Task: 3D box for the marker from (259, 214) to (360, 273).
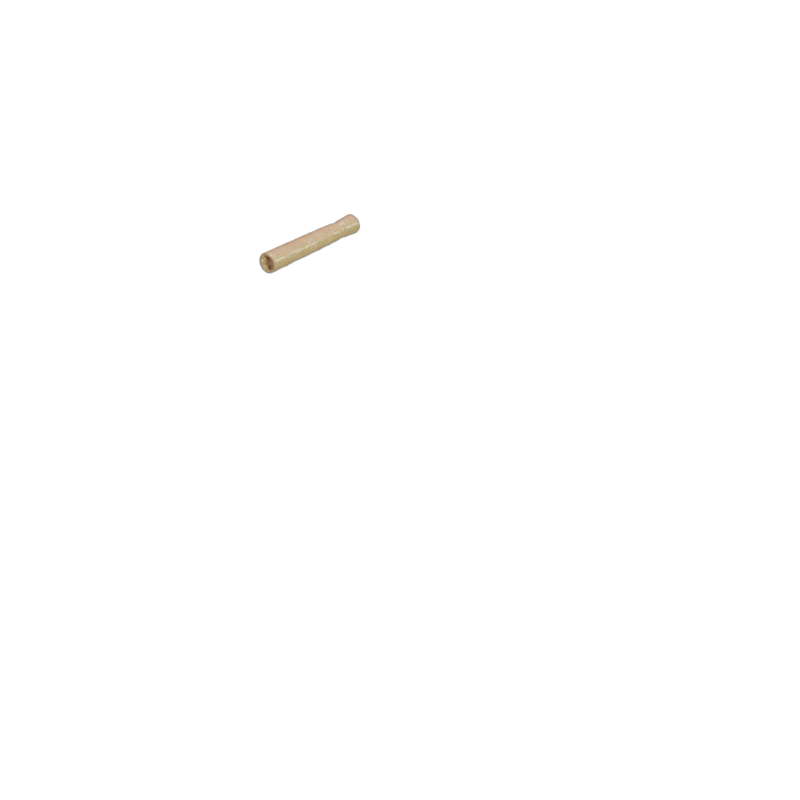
[{"bbox_3d":[-0.076,-0.139,0.976,0.021,0.019,0.121,3,25,40],"label":"marker"}]
